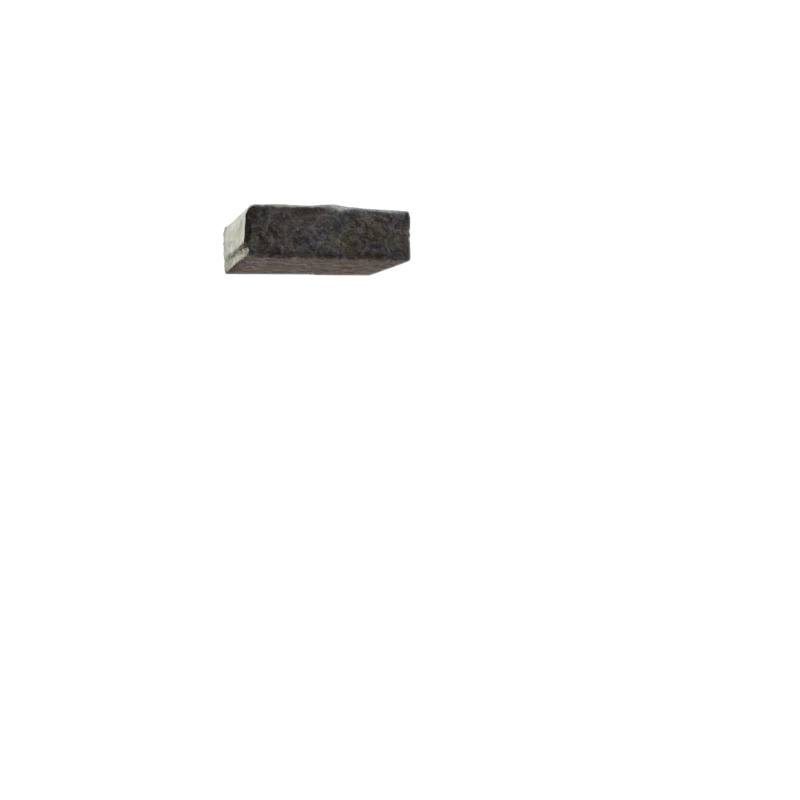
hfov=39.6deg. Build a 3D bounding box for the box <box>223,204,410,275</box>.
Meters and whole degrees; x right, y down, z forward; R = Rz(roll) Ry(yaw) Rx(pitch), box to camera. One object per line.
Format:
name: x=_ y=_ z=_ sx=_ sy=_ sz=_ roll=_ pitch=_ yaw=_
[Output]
box: x=-0.047 y=-0.086 z=0.605 sx=0.087 sy=0.031 sz=0.074 roll=0 pitch=-2 yaw=-16
